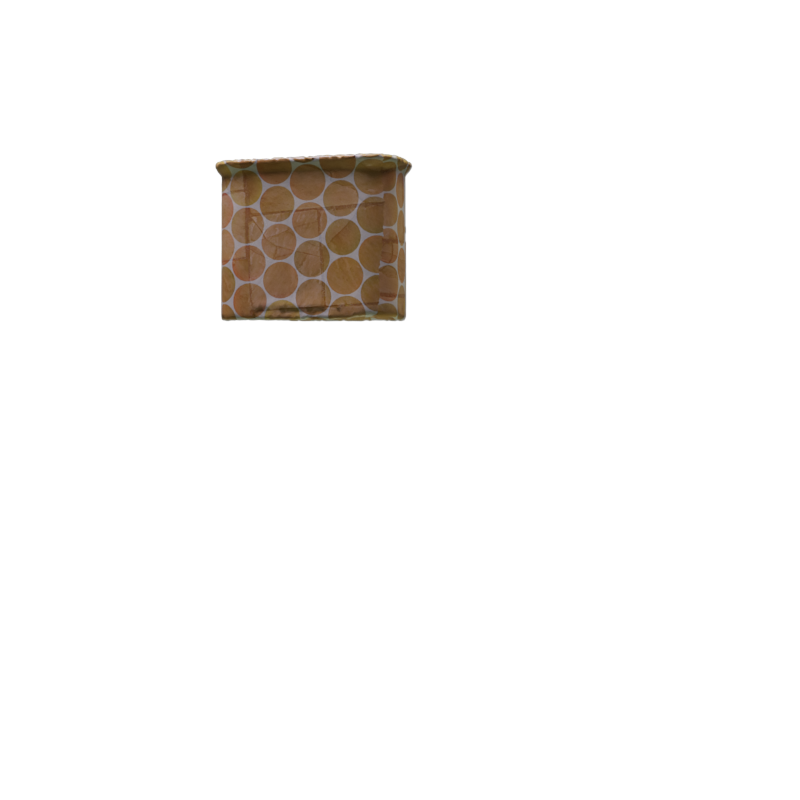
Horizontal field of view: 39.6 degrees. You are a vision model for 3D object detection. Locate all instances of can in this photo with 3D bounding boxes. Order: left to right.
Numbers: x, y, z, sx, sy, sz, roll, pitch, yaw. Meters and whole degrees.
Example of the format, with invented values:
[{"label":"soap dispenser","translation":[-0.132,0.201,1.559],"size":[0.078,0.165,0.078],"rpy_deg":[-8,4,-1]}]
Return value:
[{"label":"can","translation":[-0.046,-0.084,0.587],"size":[0.104,0.085,0.056],"rpy_deg":[0,-2,17]}]
